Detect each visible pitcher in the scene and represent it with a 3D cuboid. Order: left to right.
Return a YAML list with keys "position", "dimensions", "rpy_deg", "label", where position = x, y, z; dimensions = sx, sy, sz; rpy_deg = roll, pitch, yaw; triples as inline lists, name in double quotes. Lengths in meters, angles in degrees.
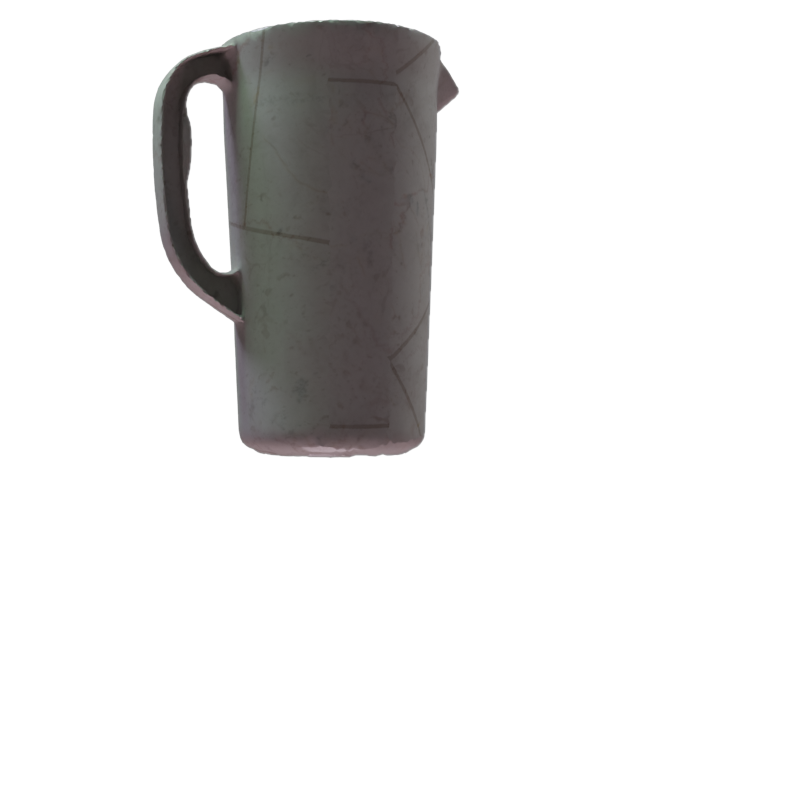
- position: [-0.051, -0.093, 0.649]
  dimensions: [0.153, 0.246, 0.140]
  rpy_deg: [-2, -5, 21]
  label: "pitcher"
